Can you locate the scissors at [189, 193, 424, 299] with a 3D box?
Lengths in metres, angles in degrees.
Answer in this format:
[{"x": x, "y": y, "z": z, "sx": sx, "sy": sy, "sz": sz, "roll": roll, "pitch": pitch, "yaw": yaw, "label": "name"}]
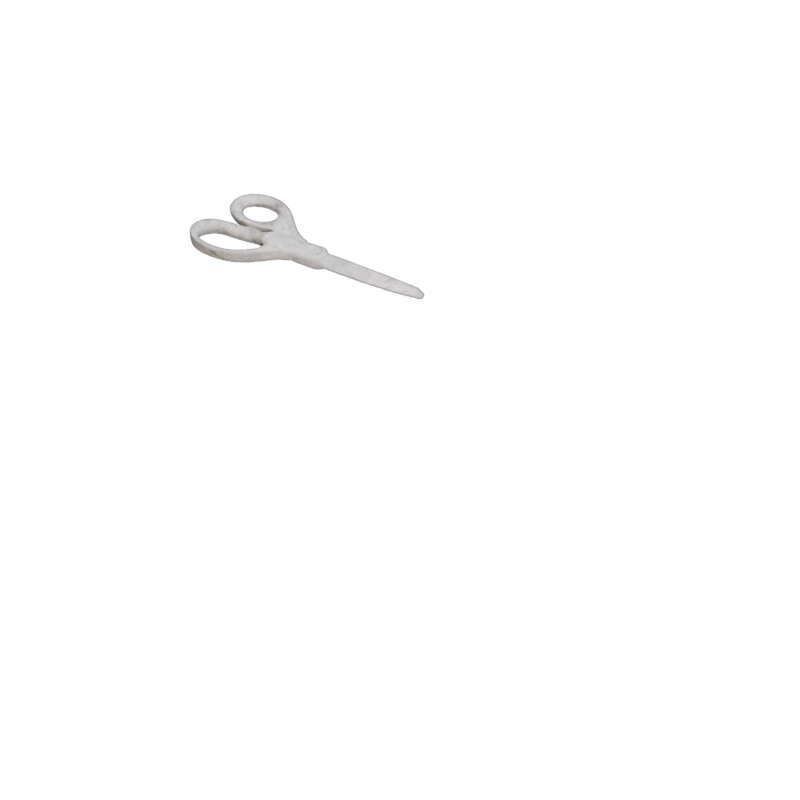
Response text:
[{"x": -0.071, "y": -0.129, "z": 0.904, "sx": 0.206, "sy": 0.015, "sz": 0.101, "roll": 11, "pitch": 42, "yaw": 12, "label": "scissors"}]
